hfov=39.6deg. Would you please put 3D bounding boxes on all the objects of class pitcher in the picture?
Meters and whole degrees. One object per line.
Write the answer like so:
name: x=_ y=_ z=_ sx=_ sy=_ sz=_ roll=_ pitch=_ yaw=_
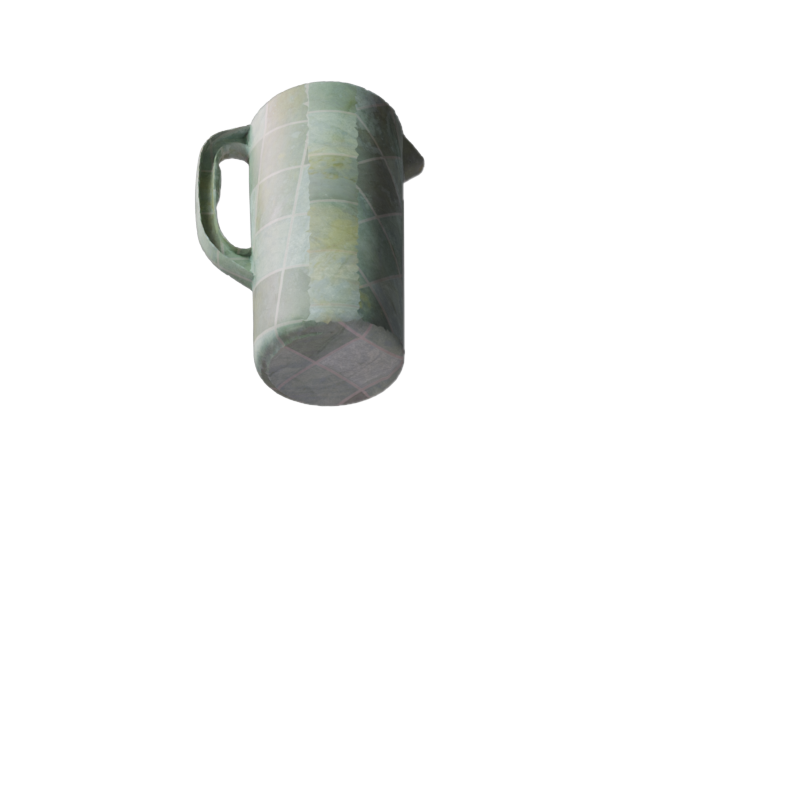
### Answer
pitcher: x=-0.067 y=-0.123 z=0.860 sx=0.150 sy=0.261 sz=0.134 roll=-24 pitch=-43 yaw=24
